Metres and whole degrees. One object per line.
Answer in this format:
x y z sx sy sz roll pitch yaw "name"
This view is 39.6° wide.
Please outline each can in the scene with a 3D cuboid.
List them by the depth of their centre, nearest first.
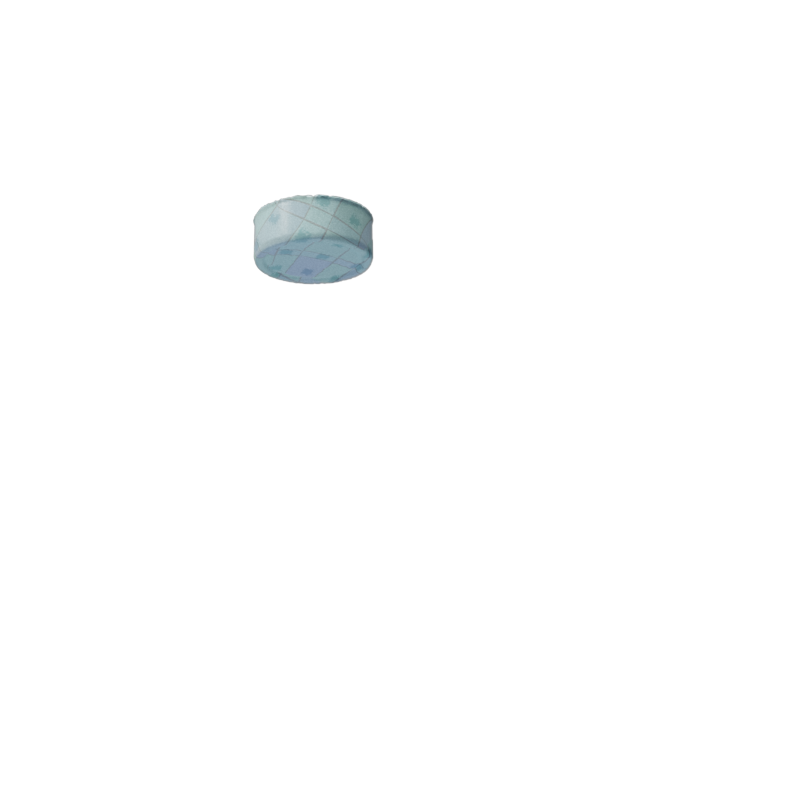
-0.062 -0.112 0.786 0.086 0.035 0.082 0 -18 -2 "can"
